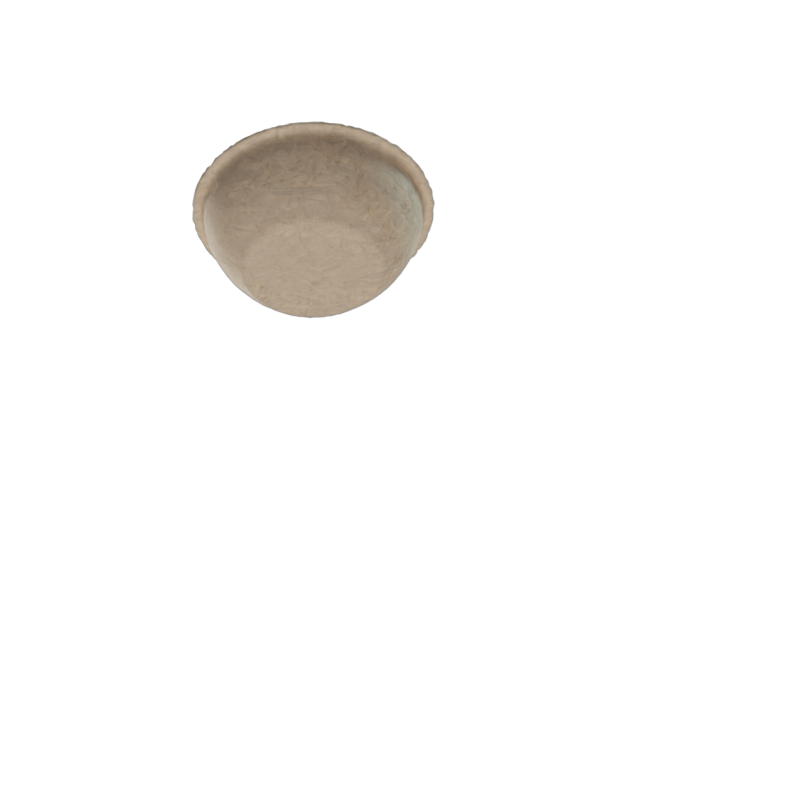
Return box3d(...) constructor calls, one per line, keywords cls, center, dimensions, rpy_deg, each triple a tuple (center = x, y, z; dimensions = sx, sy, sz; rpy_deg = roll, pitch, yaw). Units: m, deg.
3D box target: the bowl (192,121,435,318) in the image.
box3d(cls="bowl", center=(-0.057, -0.103, 0.725), dimensions=(0.162, 0.059, 0.151), rpy_deg=(1, -40, -1))
